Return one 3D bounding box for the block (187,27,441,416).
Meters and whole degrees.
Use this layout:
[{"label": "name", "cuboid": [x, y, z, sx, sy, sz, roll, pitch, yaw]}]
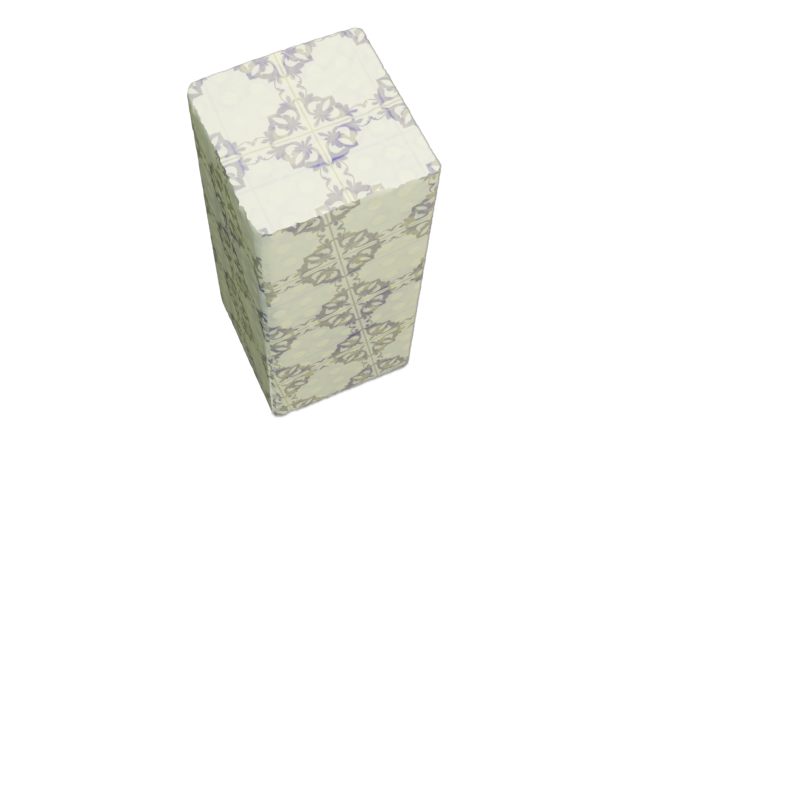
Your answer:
[{"label": "block", "cuboid": [-0.046, -0.082, 0.577, 0.090, 0.096, 0.195, -21, -21, -13]}]
